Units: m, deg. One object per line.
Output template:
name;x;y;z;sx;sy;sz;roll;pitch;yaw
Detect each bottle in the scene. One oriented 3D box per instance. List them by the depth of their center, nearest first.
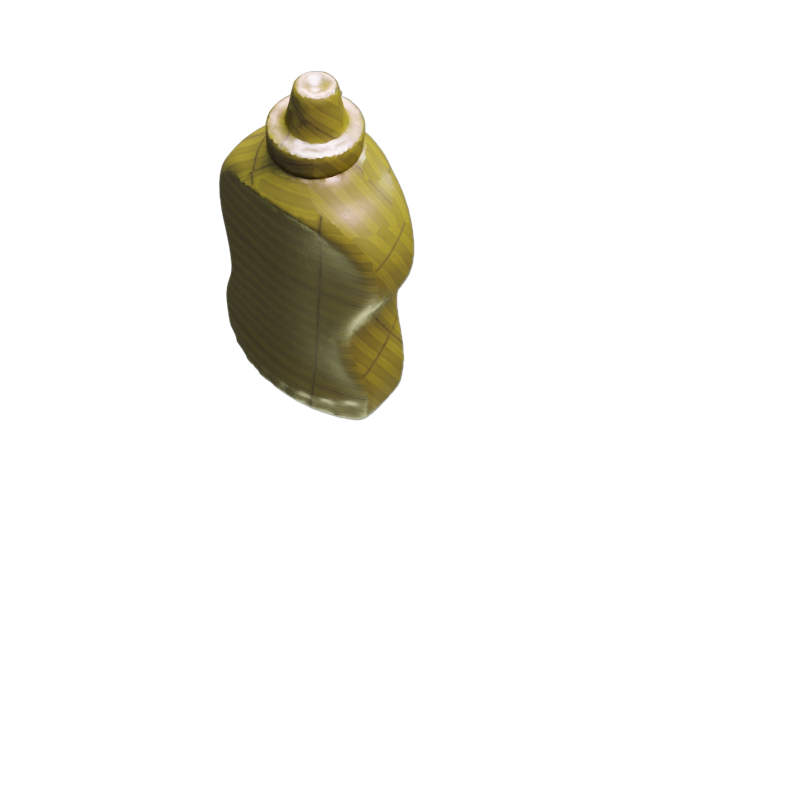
bottle;-0.039;-0.072;0.506;0.101;0.059;0.179;38;-29;21
